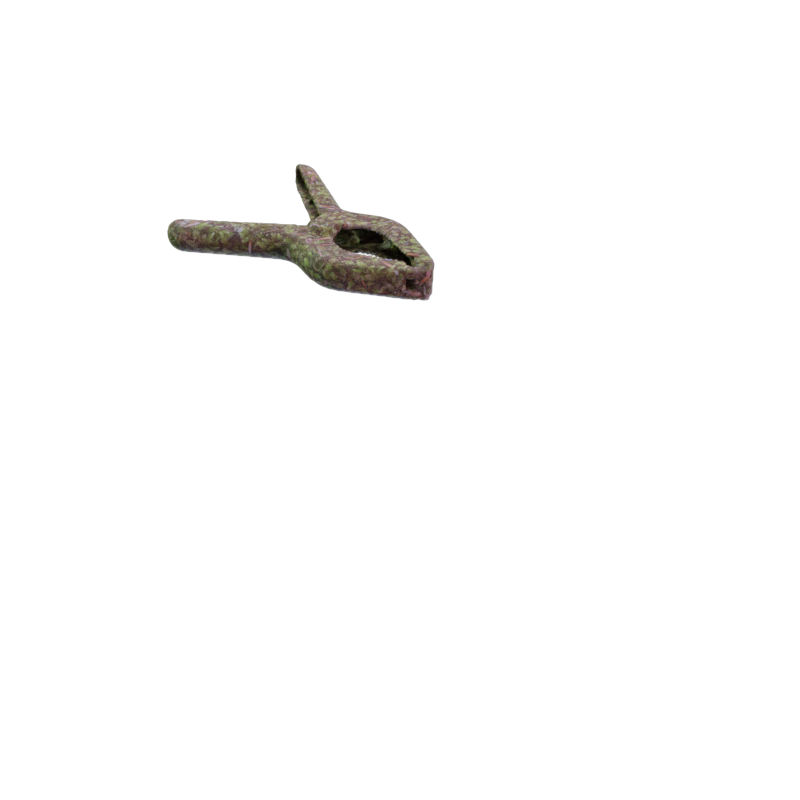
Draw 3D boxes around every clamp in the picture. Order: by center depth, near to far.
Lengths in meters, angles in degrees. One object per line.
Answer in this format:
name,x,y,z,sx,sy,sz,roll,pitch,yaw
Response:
clamp,-0.068,-0.124,0.871,0.164,0.034,0.225,-28,44,-34
